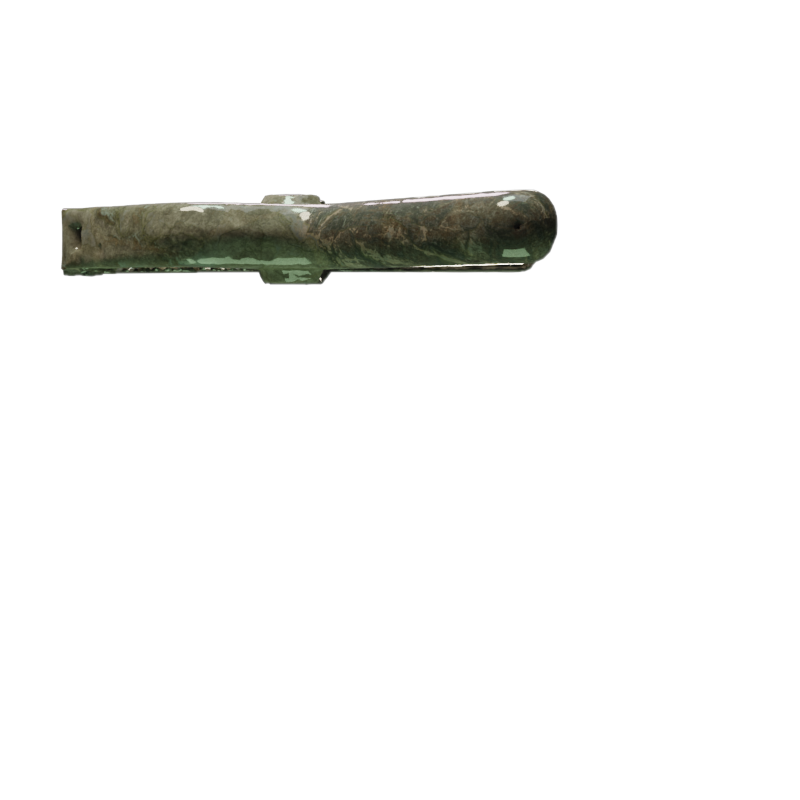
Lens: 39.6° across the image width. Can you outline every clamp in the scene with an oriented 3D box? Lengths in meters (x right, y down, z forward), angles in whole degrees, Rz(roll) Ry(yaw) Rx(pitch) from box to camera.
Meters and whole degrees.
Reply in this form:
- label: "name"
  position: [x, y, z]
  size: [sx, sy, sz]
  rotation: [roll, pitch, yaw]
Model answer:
- label: "clamp"
  position: [-0.036, -0.066, 0.464]
  size: [0.214, 0.036, 0.161]
  rotation: [1, 4, 14]
